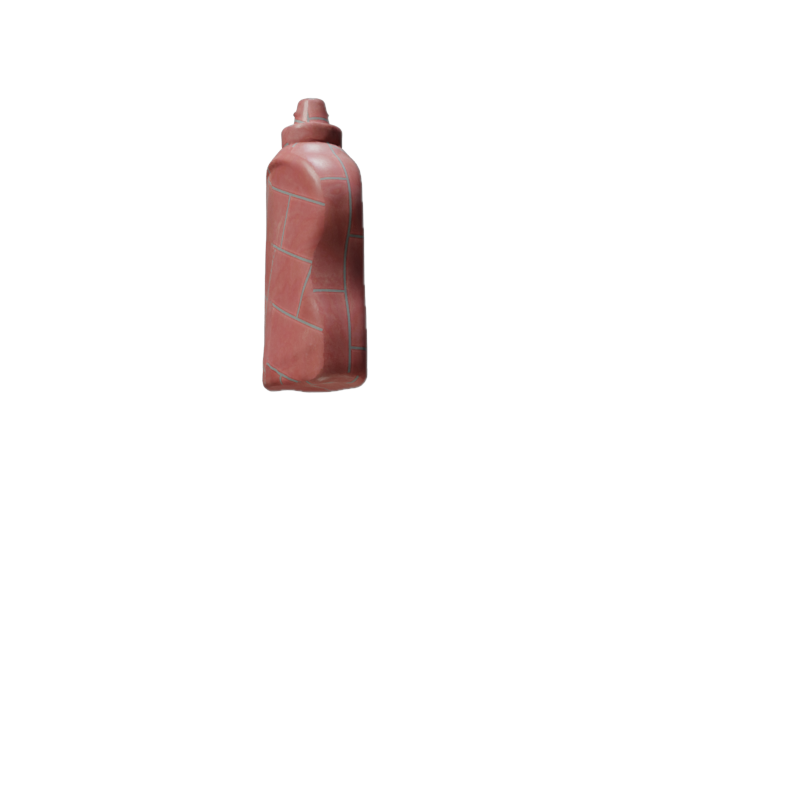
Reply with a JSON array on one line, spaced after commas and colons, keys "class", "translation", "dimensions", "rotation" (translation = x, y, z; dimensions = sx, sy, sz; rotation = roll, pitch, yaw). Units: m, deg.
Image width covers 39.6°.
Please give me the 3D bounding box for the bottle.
[{"class": "bottle", "translation": [-0.057, -0.103, 0.724], "dimensions": [0.056, 0.197, 0.097], "rotation": [4, -11, -24]}]
